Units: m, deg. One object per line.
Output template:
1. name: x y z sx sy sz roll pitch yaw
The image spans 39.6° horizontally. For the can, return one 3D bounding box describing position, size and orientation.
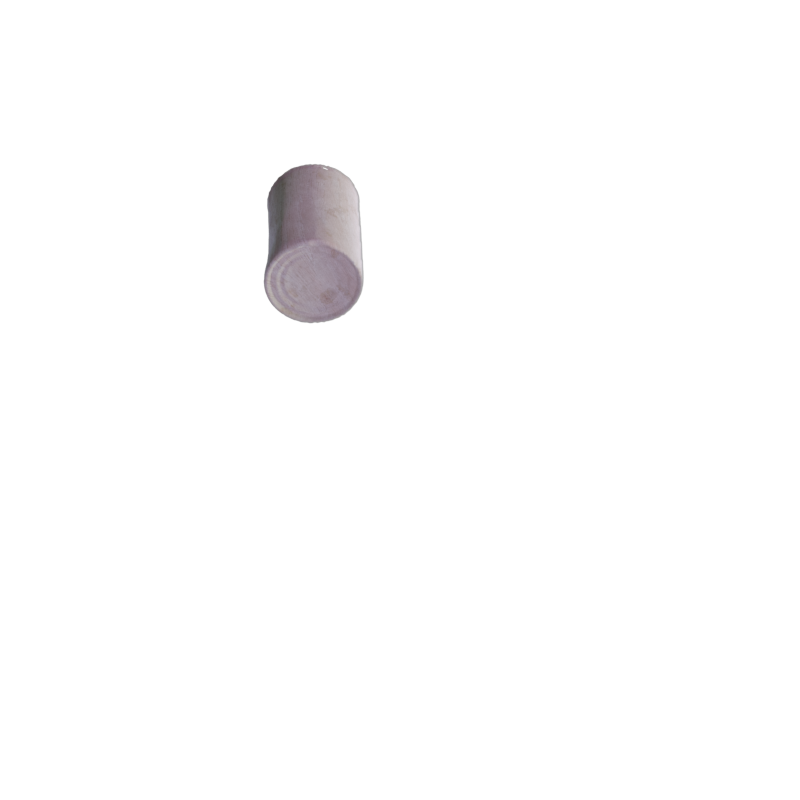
1. can: -0.060 -0.110 0.769 0.068 0.064 0.109 -1 38 -3
